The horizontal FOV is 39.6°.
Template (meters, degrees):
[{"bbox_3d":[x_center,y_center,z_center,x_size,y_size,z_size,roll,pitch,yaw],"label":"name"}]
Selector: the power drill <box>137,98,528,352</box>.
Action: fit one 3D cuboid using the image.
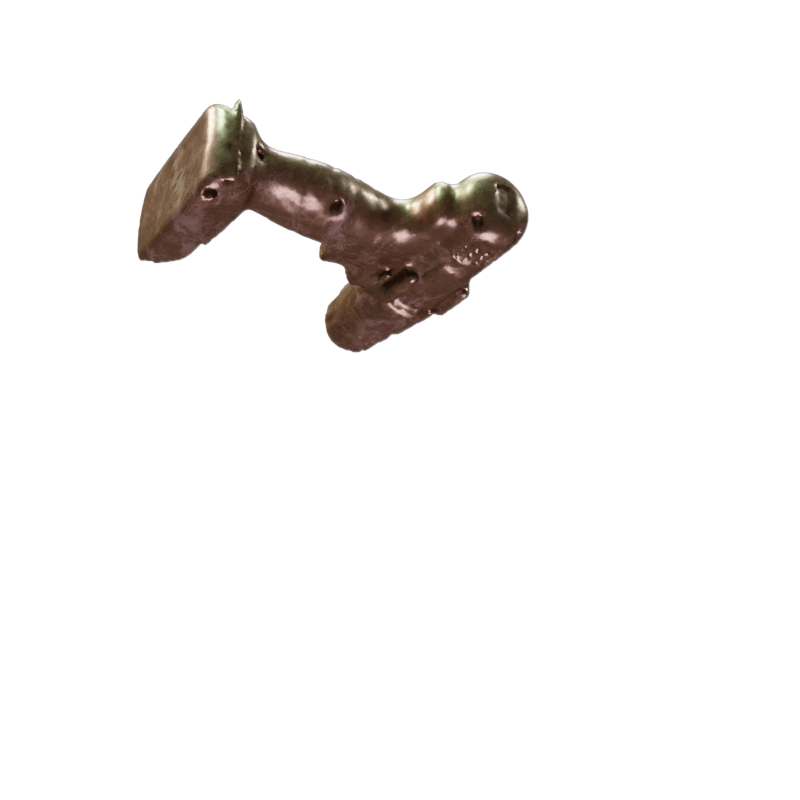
[{"bbox_3d":[-0.050,-0.090,0.633,0.180,0.061,0.181,14,-30,-26],"label":"power drill"}]
